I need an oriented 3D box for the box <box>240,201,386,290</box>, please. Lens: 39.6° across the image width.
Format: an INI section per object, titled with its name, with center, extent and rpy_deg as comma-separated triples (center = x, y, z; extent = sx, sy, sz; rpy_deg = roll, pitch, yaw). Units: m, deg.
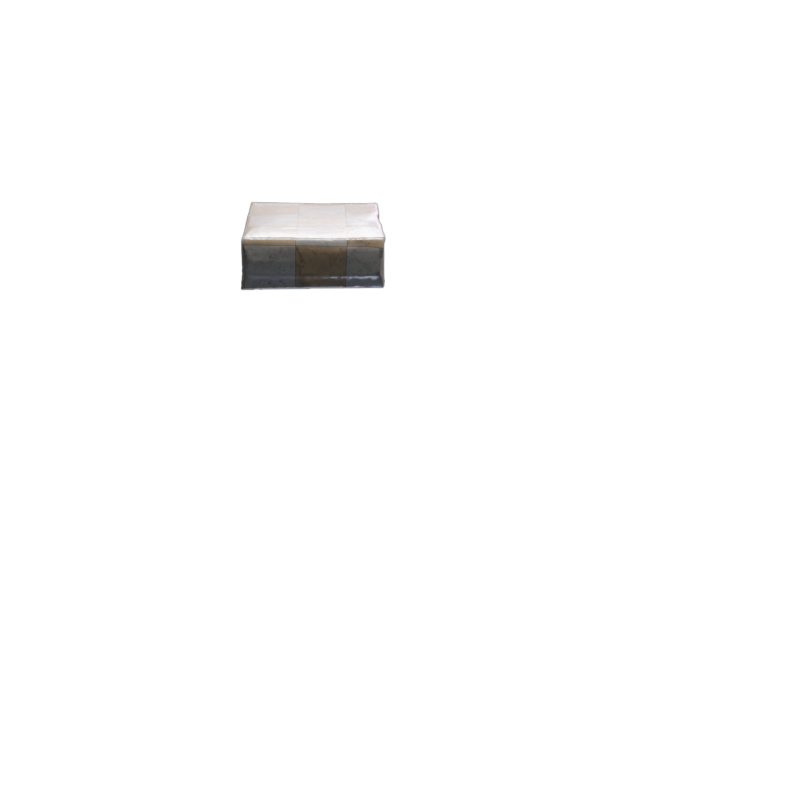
[box]
center = -0.046, -0.084, 0.592
extent = 0.073, 0.029, 0.093
rpy_deg = 0, 21, -2
